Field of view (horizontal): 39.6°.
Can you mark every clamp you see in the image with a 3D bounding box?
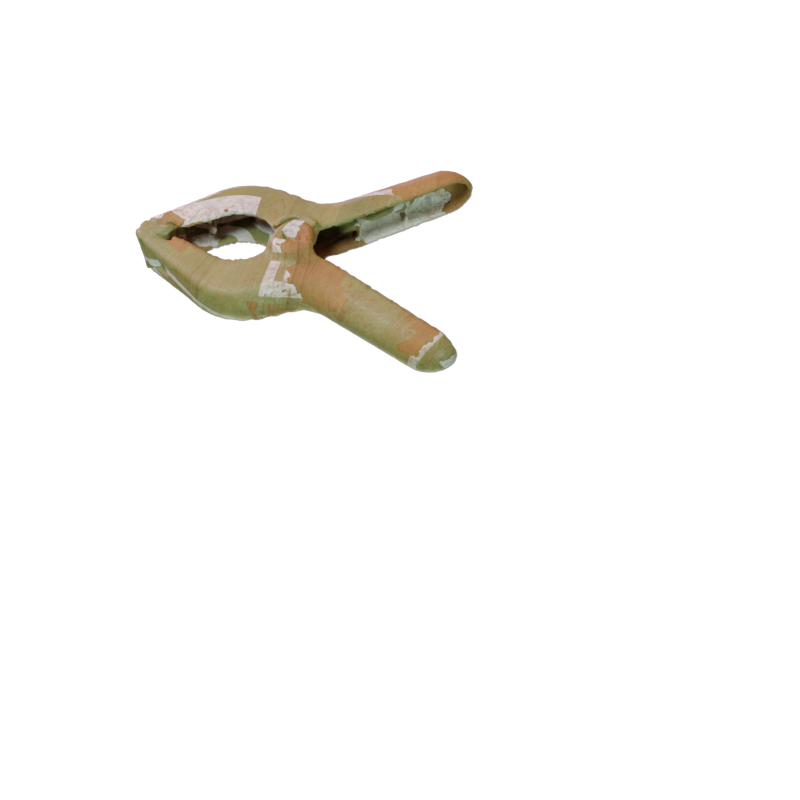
[{"bbox_3d":[-0.044,-0.080,0.562,0.175,0.126,0.036,13,-41,11],"label":"clamp"}]
